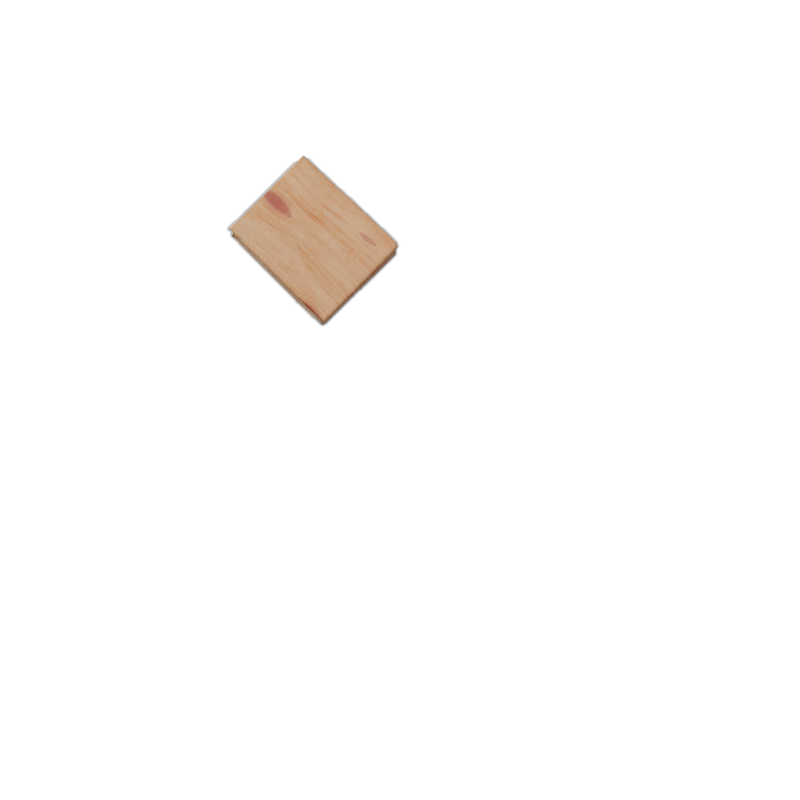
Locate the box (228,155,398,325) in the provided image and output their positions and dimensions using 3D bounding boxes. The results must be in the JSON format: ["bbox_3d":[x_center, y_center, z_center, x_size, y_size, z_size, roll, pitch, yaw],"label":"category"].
[{"bbox_3d":[-0.072,-0.132,0.924,0.116,0.090,0.038,43,-10,9],"label":"box"}]
